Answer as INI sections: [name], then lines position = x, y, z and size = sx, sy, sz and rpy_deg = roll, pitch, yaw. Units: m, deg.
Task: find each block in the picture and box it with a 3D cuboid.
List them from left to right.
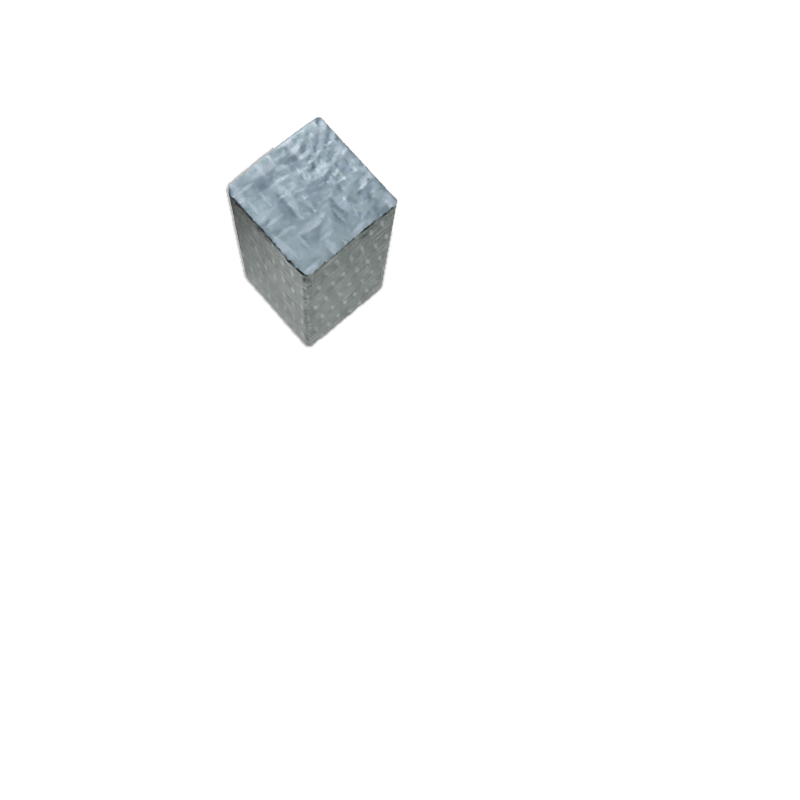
[block]
position = -0.069, -0.125, 0.879
size = 0.091, 0.093, 0.199
rpy_deg = -40, -7, -11
